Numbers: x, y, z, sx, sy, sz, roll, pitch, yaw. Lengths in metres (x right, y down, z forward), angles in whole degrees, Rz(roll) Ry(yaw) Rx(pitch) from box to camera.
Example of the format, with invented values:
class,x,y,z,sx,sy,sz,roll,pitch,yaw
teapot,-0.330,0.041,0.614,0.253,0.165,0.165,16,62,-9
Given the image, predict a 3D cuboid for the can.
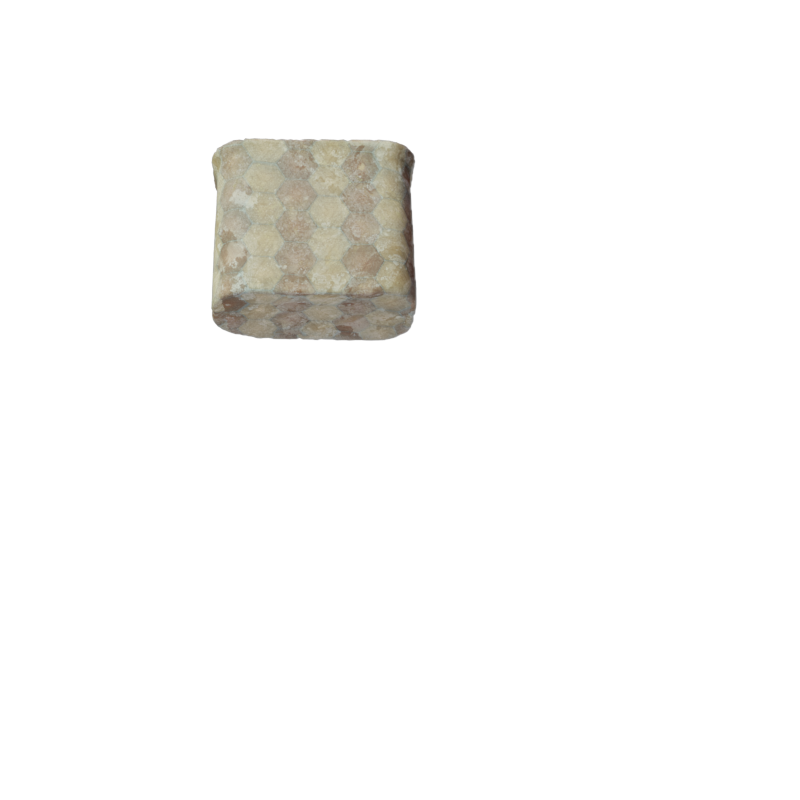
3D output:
class,x,y,z,sx,sy,sz,roll,pitch,yaw
can,-0.043,-0.078,0.543,0.102,0.089,0.054,0,-27,-3
